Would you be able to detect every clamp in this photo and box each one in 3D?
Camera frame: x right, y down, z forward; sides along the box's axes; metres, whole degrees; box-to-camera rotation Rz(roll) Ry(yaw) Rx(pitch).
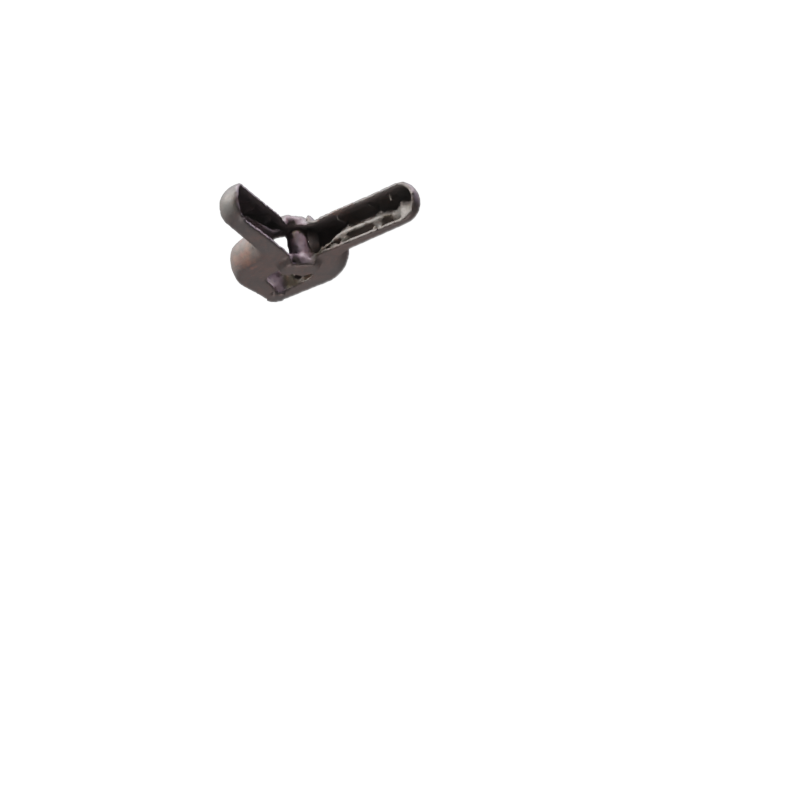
[{"bbox_3d":[-0.056,-0.102,0.716,0.119,0.040,0.167,1,-10,-7],"label":"clamp"}]
